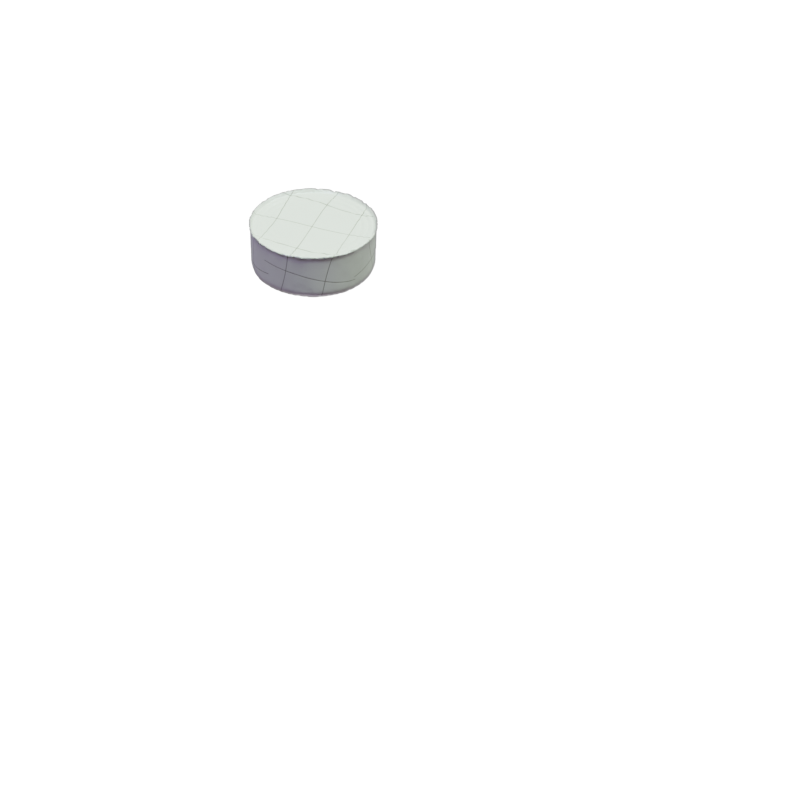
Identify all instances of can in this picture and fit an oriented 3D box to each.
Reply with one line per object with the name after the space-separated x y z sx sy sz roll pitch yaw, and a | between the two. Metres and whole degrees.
-0.058 -0.106 0.745 0.086 0.031 0.092 -1 38 -2 | can
